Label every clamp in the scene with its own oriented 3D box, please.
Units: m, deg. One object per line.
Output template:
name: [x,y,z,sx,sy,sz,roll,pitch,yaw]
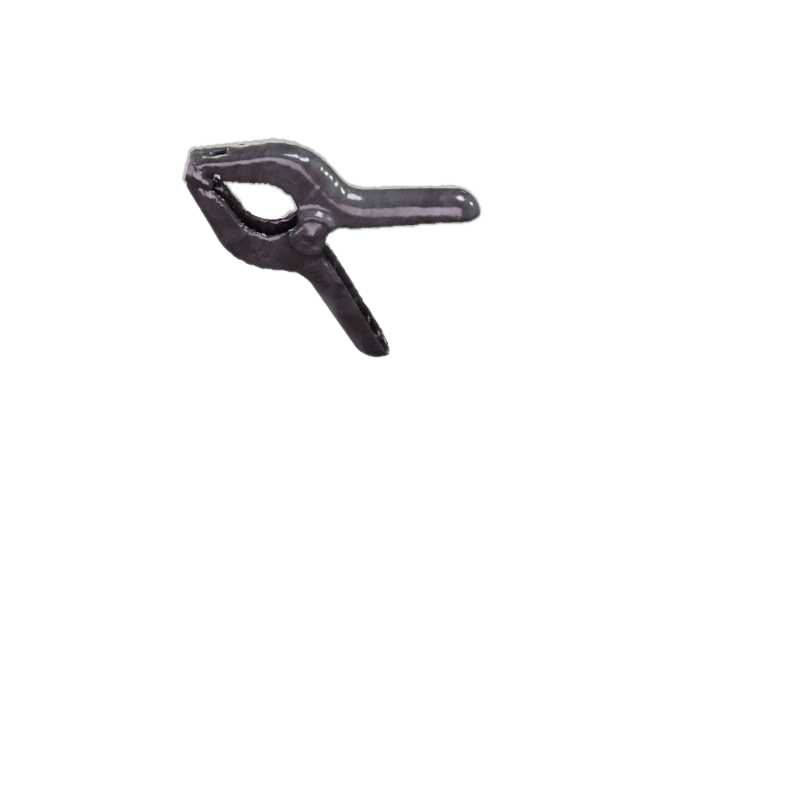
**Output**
clamp: [-0.051,-0.094,0.658,0.169,0.116,0.041,19,19,-7]
